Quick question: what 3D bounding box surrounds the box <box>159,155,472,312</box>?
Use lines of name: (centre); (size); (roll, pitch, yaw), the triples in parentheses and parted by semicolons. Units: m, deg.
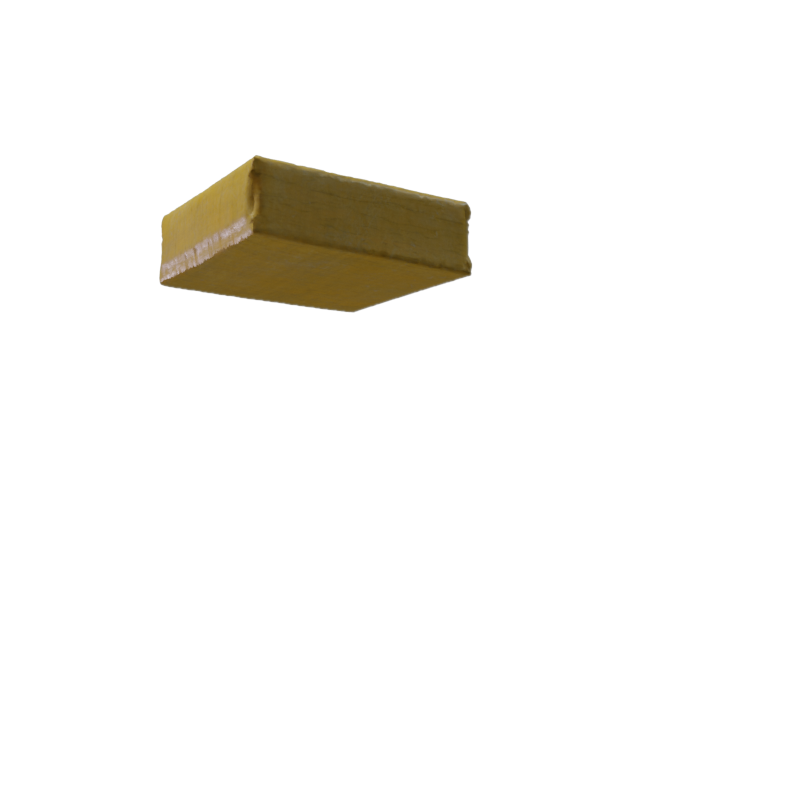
box: (-0.031, -0.056, 0.396); (0.085, 0.031, 0.074); (6, -12, -32)
